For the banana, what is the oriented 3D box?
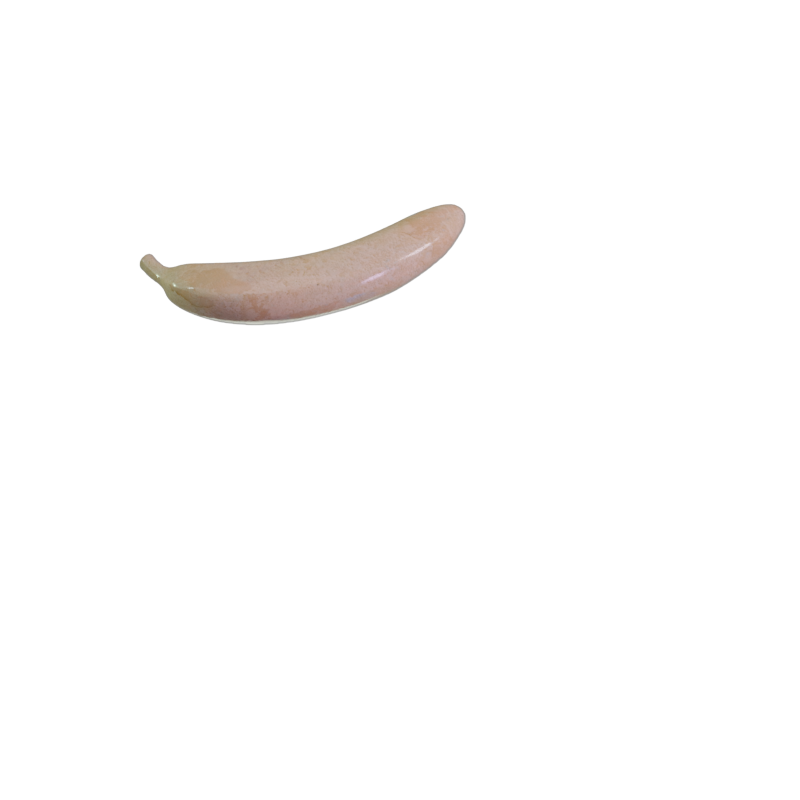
[{"bbox_3d":[-0.051,-0.077,0.642,0.196,0.075,0.034,-9,-37,-7],"label":"banana"}]
